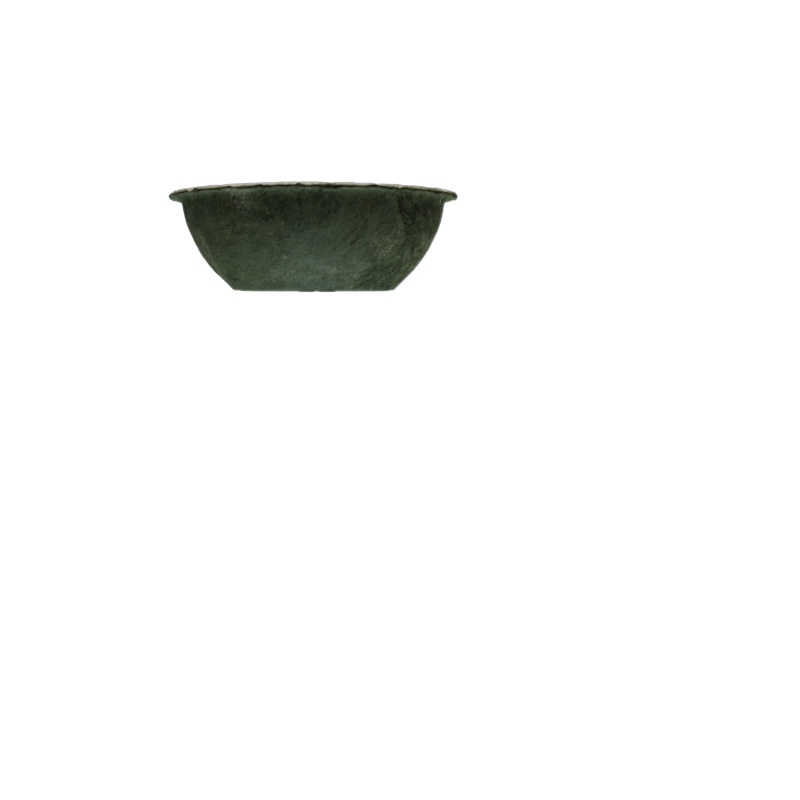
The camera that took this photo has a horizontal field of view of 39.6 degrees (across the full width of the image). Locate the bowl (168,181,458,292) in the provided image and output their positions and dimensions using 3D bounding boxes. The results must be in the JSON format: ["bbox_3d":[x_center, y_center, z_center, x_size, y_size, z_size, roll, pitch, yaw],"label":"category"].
[{"bbox_3d":[-0.049,-0.089,0.623,0.162,0.055,0.163,0,6,-2],"label":"bowl"}]
